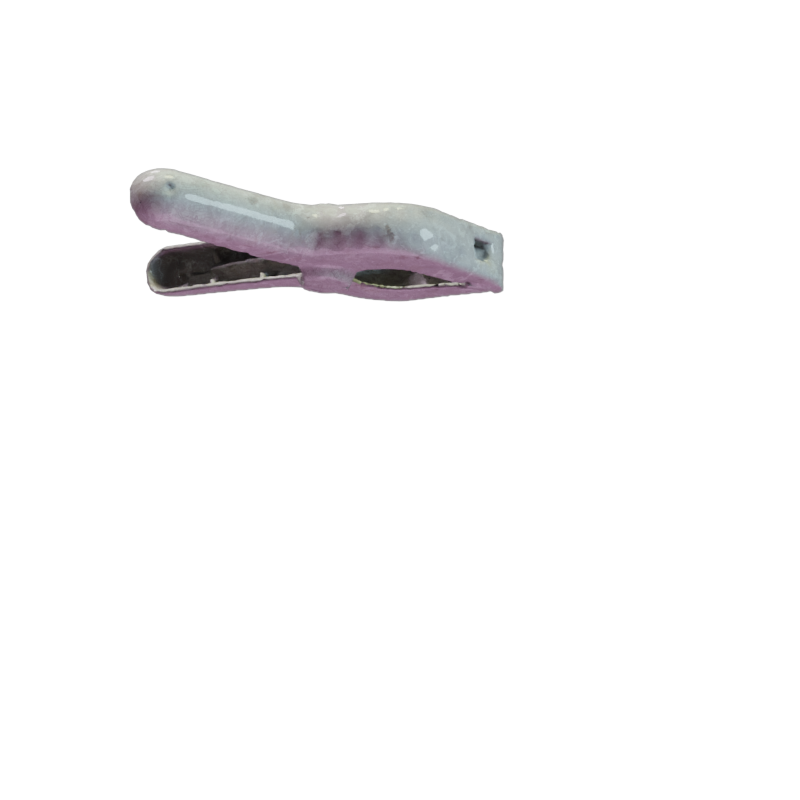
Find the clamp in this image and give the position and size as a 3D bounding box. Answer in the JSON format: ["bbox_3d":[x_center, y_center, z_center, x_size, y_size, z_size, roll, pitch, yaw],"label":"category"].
[{"bbox_3d":[-0.038,-0.070,0.489,0.172,0.040,0.117,0,-6,3],"label":"clamp"}]
